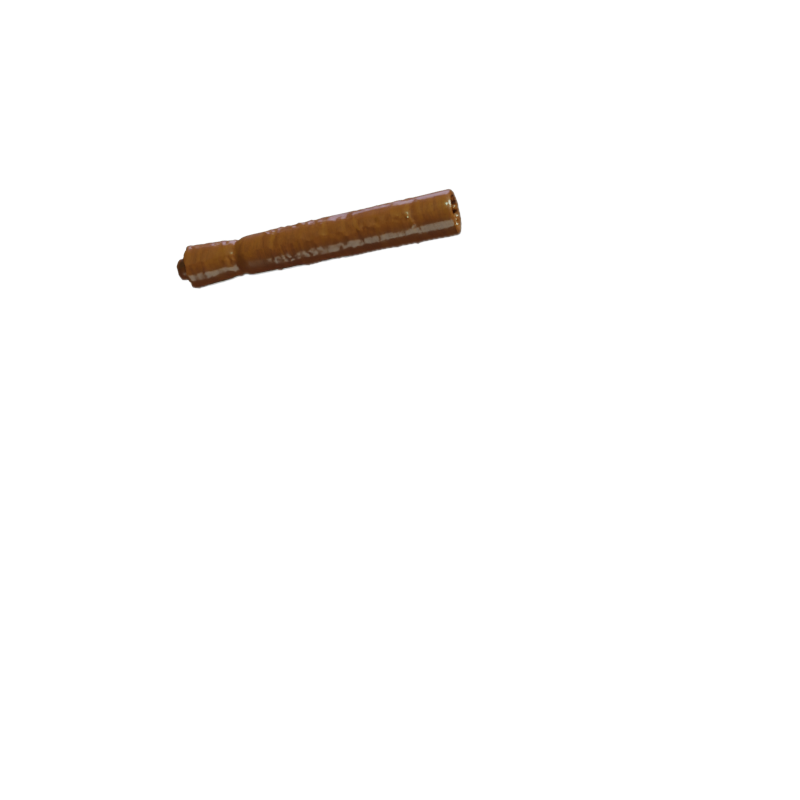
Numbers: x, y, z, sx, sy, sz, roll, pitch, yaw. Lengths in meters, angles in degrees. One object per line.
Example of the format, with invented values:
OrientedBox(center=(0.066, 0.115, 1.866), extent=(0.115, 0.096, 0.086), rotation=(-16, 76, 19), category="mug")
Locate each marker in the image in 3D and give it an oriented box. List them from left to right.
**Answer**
OrientedBox(center=(-0.036, -0.065, 0.456), extent=(0.123, 0.020, 0.019), rotation=(-9, 1, 17), category="marker")
